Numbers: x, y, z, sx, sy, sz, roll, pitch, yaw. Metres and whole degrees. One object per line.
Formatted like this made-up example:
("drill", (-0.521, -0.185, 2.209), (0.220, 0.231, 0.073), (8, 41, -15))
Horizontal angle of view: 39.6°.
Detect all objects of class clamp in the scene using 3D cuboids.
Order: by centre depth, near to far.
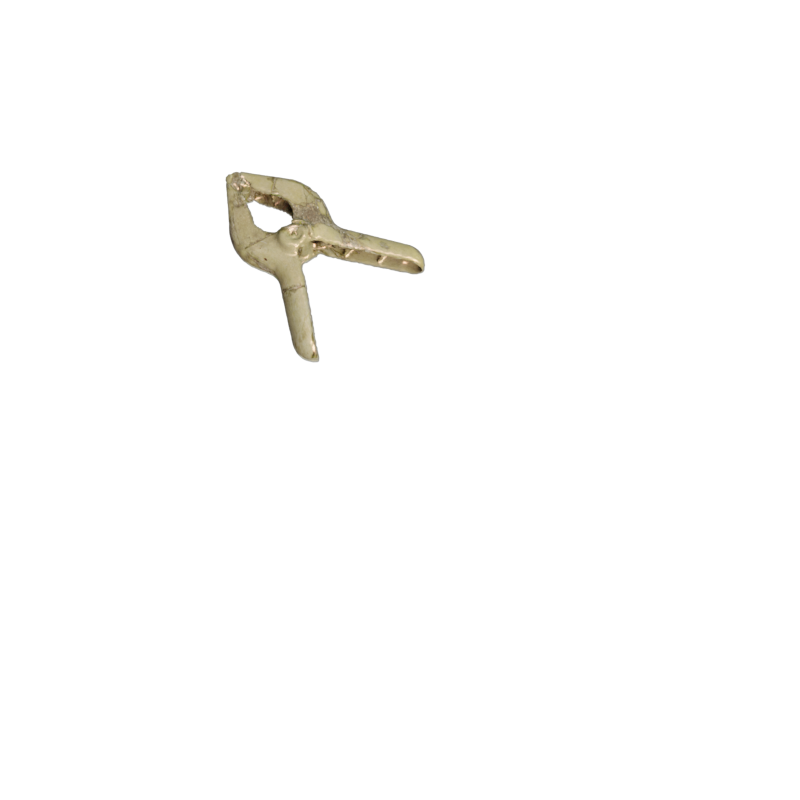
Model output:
("clamp", (-0.067, -0.122, 0.855), (0.120, 0.182, 0.037), (-30, -25, -16))
